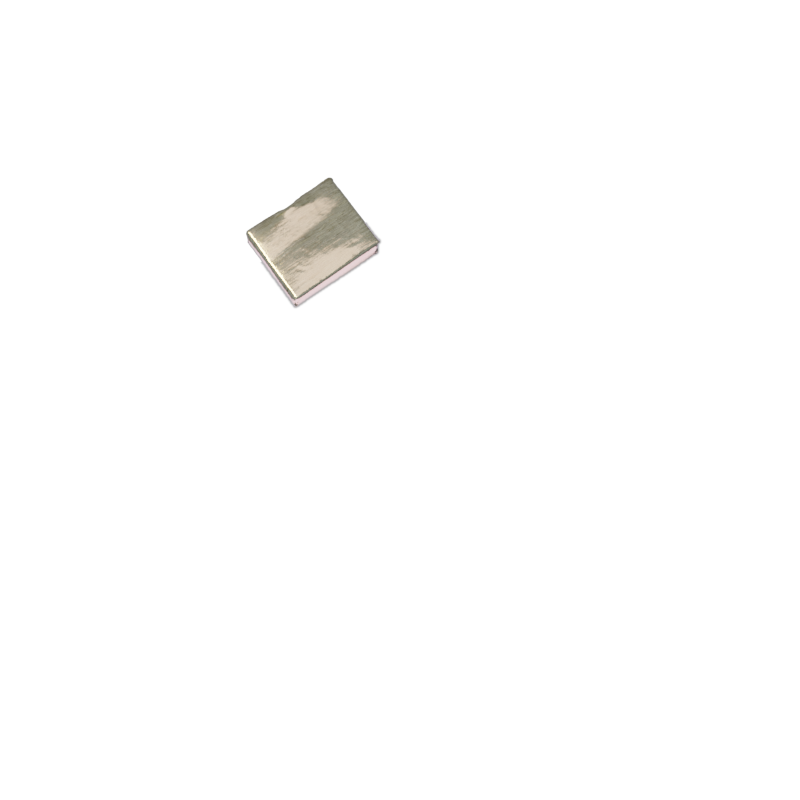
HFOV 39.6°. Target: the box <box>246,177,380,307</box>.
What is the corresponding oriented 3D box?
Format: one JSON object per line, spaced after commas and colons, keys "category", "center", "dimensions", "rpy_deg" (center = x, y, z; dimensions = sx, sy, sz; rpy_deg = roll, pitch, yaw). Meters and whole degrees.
{"category": "box", "center": [-0.073, -0.133, 0.930], "dimensions": [0.089, 0.076, 0.029], "rpy_deg": [-34, -14, -11]}
